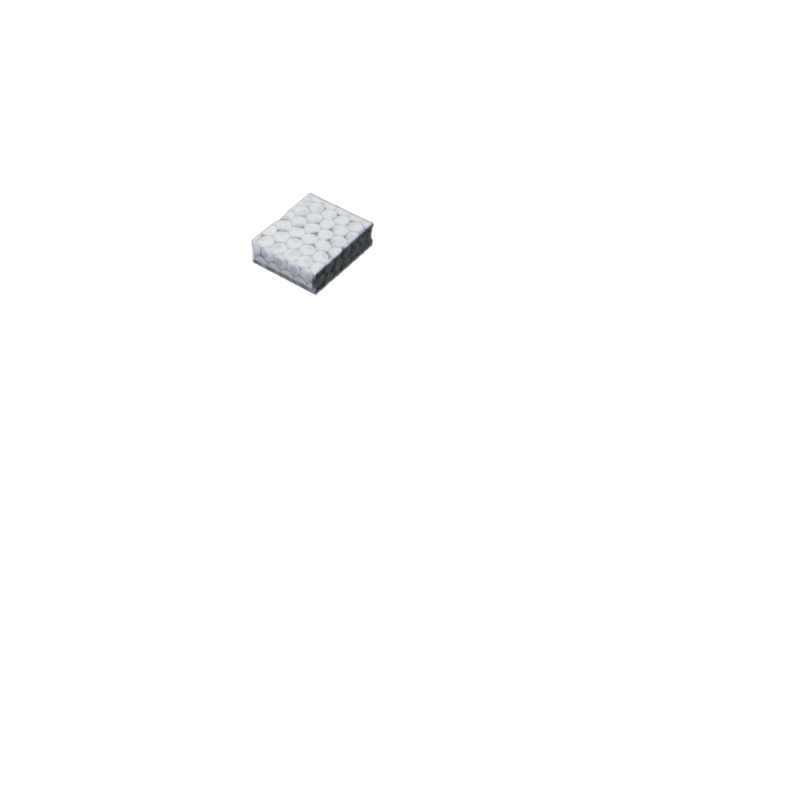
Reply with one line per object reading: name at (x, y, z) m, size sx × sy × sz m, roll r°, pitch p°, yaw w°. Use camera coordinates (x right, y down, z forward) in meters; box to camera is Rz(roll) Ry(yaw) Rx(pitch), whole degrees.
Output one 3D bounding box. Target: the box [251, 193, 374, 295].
box at (-0.078, -0.142, 0.992) m, size 0.077 × 0.028 × 0.091 m, roll 27°, pitch 51°, yaw 24°
